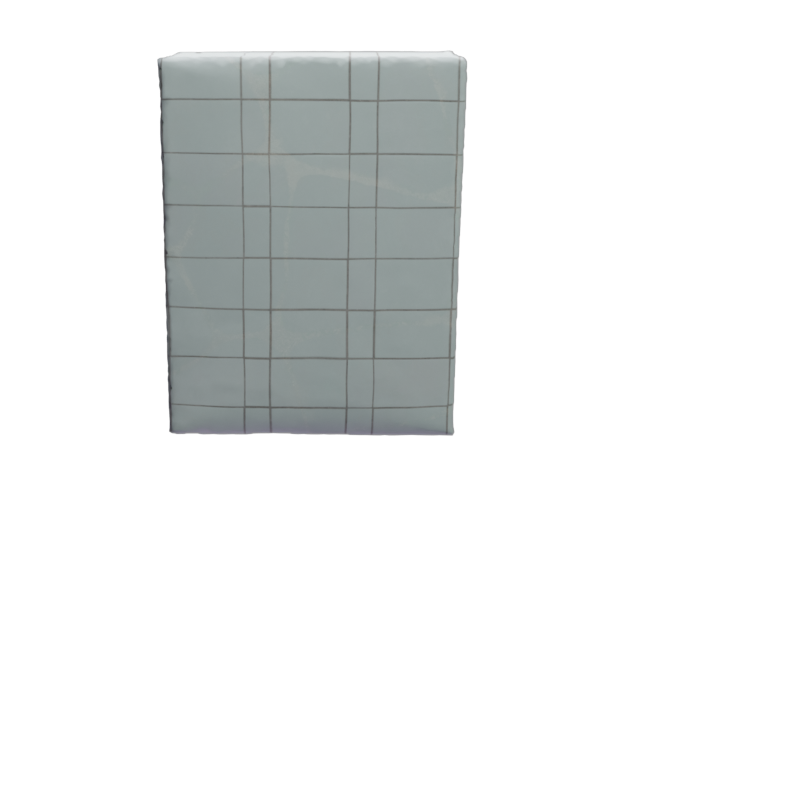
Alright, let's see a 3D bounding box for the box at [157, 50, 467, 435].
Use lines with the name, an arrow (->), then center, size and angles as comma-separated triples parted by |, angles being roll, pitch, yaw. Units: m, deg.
box -> -0.049, -0.090, 0.631 | 0.164, 0.207, 0.074 | 1, 14, 0
